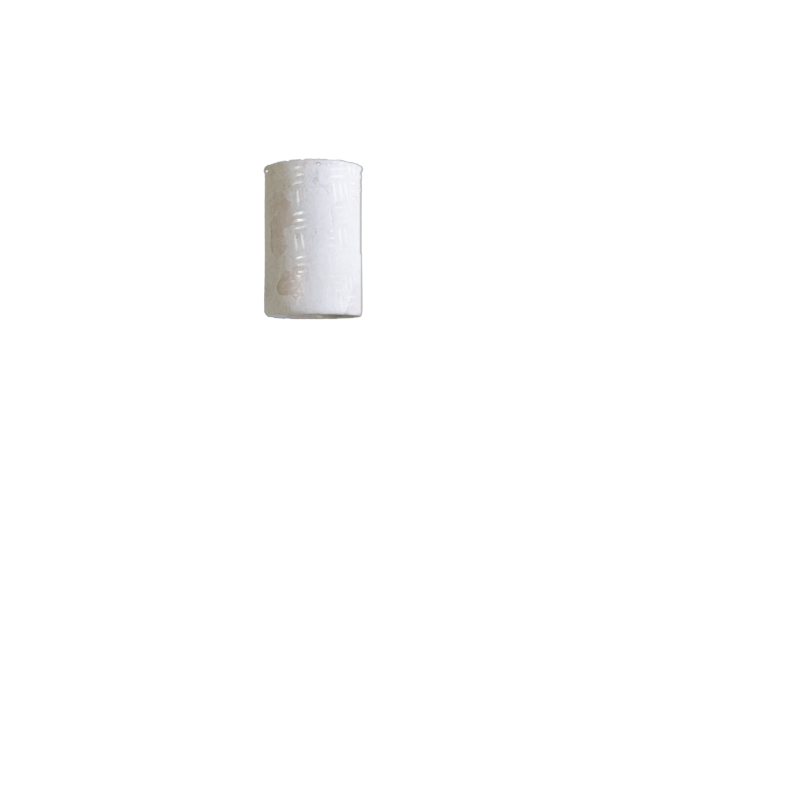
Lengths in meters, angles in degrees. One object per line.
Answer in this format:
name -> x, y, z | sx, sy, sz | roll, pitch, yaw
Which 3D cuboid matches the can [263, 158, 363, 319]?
can -> -0.059, -0.107, 0.753 | 0.068, 0.104, 0.068 | 0, -5, -2
